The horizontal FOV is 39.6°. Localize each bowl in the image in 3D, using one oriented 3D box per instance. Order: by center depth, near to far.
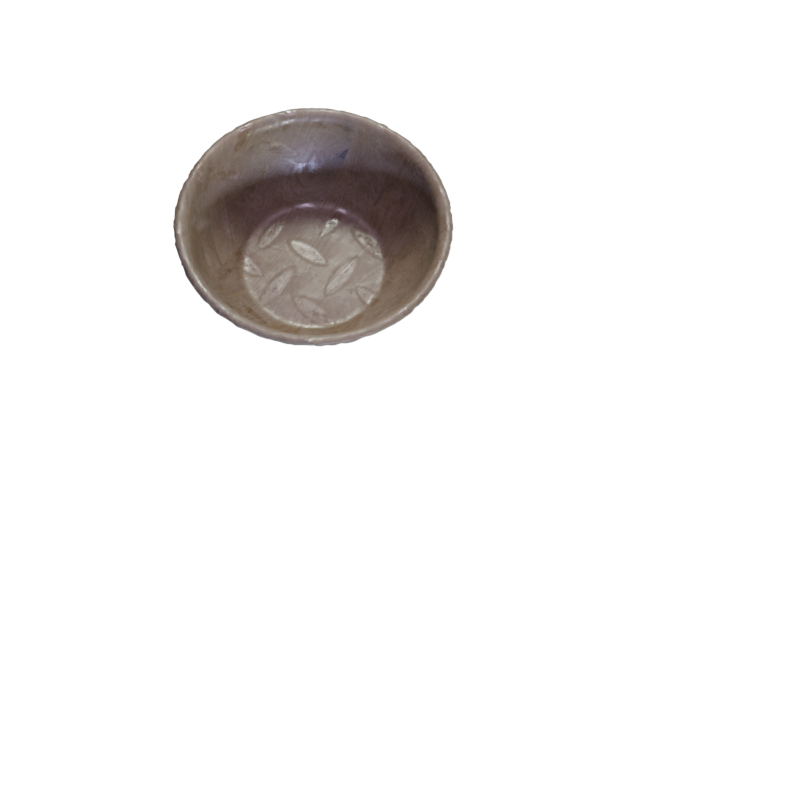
[{"bbox_3d":[-0.052,-0.095,0.662,0.162,0.172,0.052,-1,-29,-1],"label":"bowl"}]
